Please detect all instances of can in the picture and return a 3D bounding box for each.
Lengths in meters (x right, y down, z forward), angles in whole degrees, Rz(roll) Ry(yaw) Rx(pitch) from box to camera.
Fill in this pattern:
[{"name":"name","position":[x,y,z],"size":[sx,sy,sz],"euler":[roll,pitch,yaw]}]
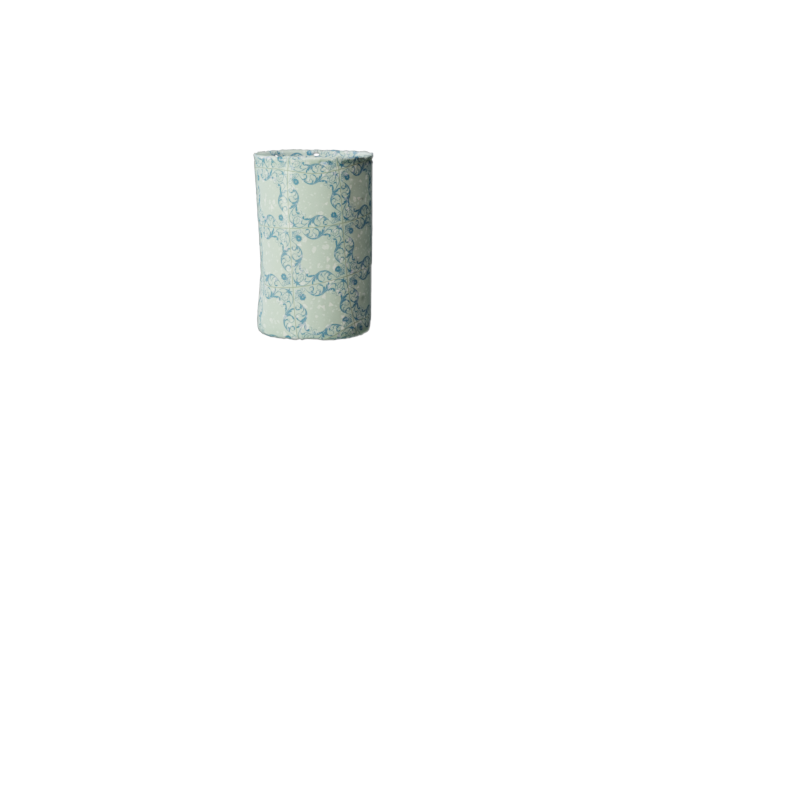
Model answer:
[{"name":"can","position":[-0.050,-0.090,0.634],"size":[0.068,0.100,0.070],"euler":[0,11,-2]}]
